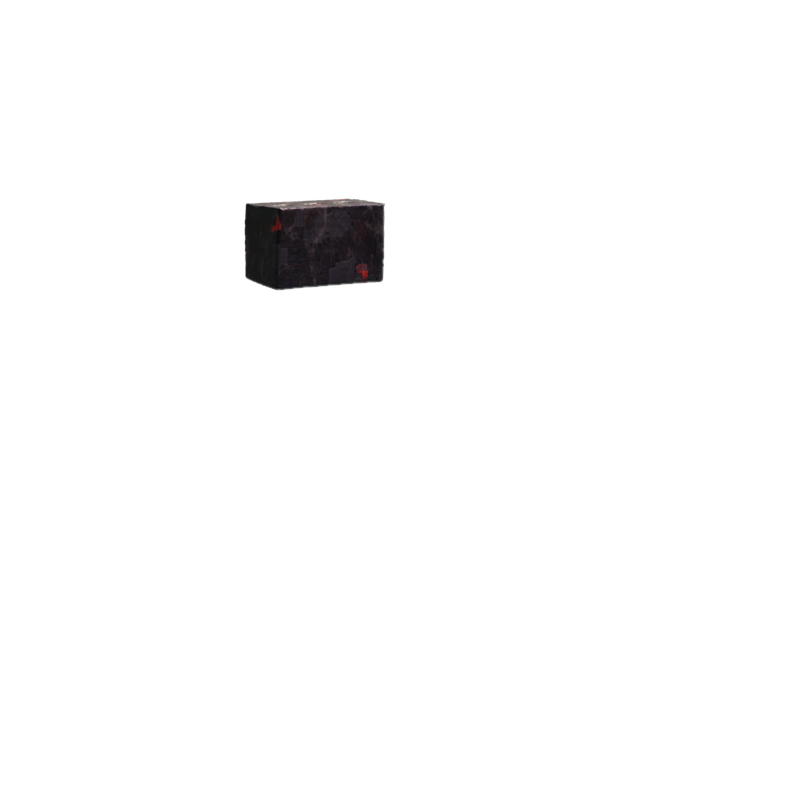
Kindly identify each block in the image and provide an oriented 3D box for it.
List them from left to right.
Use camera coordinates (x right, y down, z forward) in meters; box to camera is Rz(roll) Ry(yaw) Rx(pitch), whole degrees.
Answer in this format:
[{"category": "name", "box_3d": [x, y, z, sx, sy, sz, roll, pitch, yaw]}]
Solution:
[{"category": "block", "box_3d": [-0.056, -0.102, 0.715, 0.076, 0.050, 0.055, -7, 14, -29]}]
